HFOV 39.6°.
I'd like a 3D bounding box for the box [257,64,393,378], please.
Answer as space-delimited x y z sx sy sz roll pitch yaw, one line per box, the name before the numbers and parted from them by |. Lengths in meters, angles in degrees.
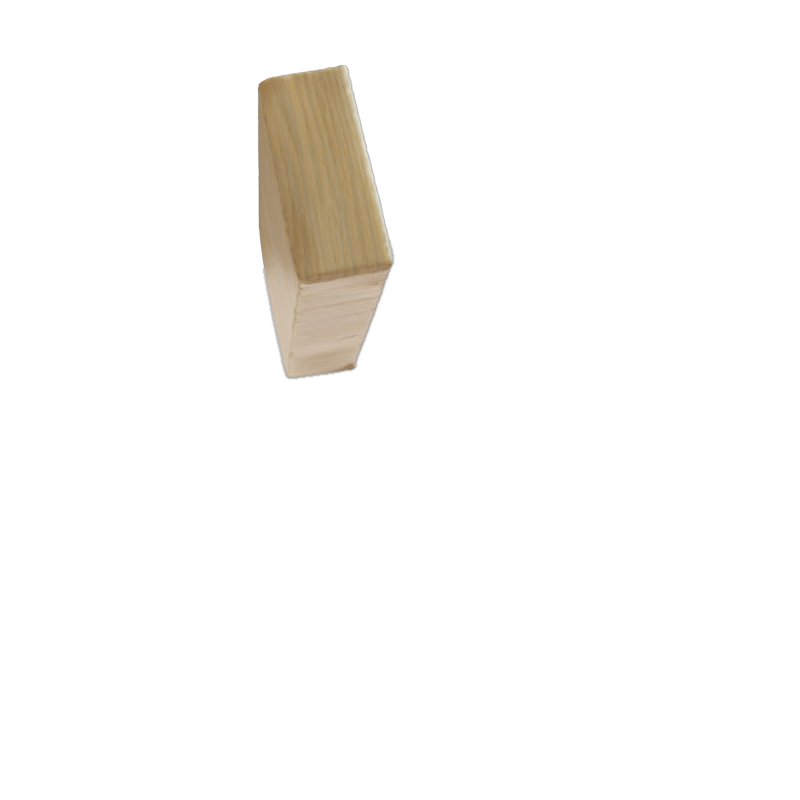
box | -0.041 -0.075 0.526 0.048 0.097 0.170 -11 -13 -6
